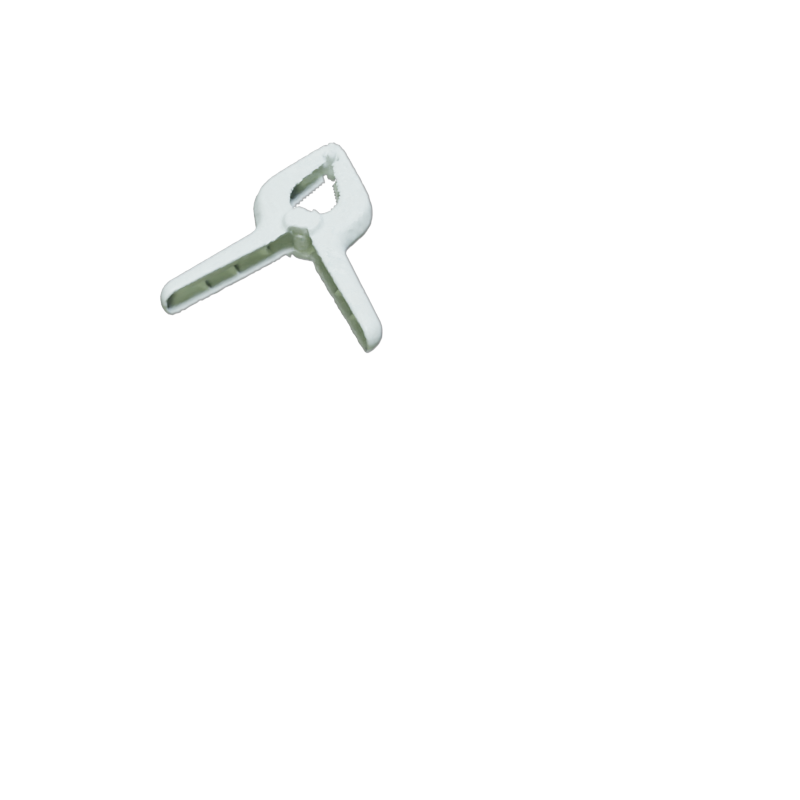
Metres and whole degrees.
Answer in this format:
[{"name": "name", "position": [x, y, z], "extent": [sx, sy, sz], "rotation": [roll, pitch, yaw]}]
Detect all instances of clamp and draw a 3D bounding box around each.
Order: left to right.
[{"name": "clamp", "position": [-0.067, -0.122, 0.854], "extent": [0.169, 0.219, 0.034], "rotation": [15, -41, 13]}]
